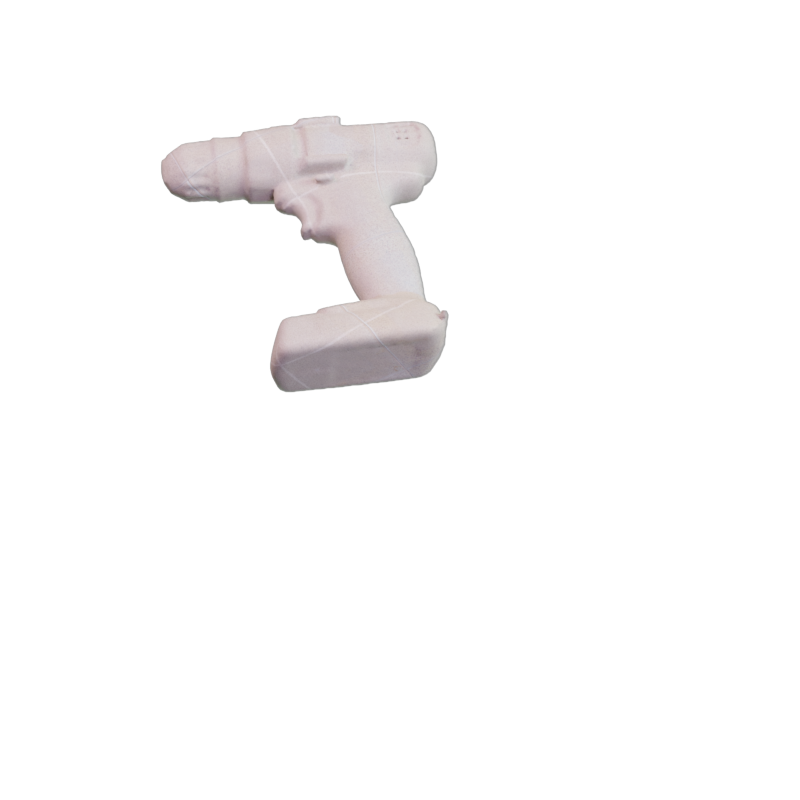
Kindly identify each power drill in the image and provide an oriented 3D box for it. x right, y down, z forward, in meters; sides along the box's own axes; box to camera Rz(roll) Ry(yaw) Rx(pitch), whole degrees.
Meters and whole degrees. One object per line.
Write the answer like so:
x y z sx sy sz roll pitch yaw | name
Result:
-0.055 -0.100 0.701 0.183 0.201 0.054 -7 -33 -5 | power drill
